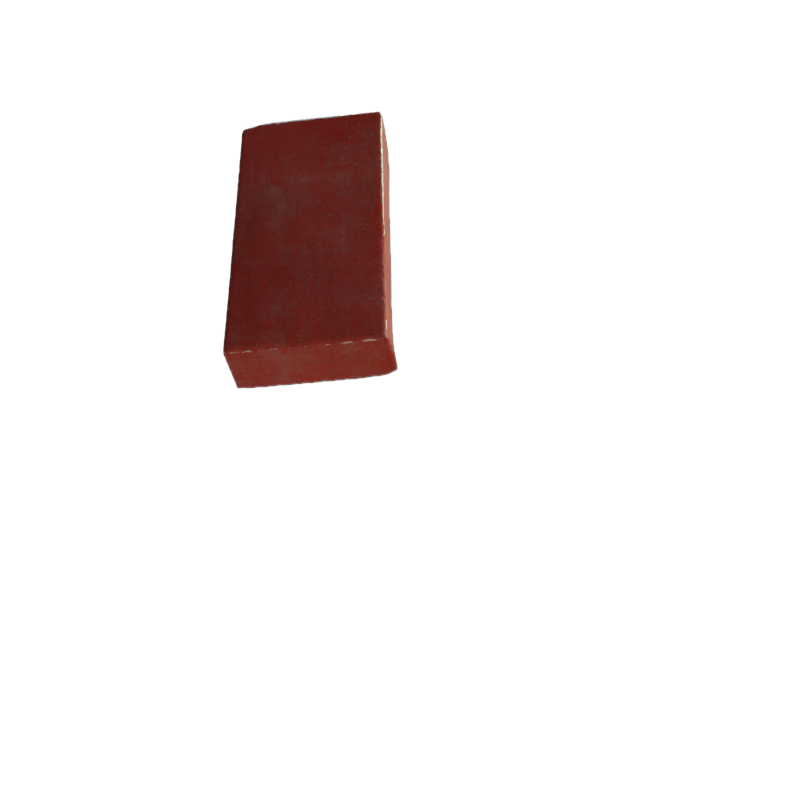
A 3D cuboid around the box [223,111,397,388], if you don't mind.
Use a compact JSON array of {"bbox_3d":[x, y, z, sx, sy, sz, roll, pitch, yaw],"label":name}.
[{"bbox_3d":[-0.052,-0.095,0.662,0.094,0.189,0.044,-7,-35,6],"label":"box"}]
